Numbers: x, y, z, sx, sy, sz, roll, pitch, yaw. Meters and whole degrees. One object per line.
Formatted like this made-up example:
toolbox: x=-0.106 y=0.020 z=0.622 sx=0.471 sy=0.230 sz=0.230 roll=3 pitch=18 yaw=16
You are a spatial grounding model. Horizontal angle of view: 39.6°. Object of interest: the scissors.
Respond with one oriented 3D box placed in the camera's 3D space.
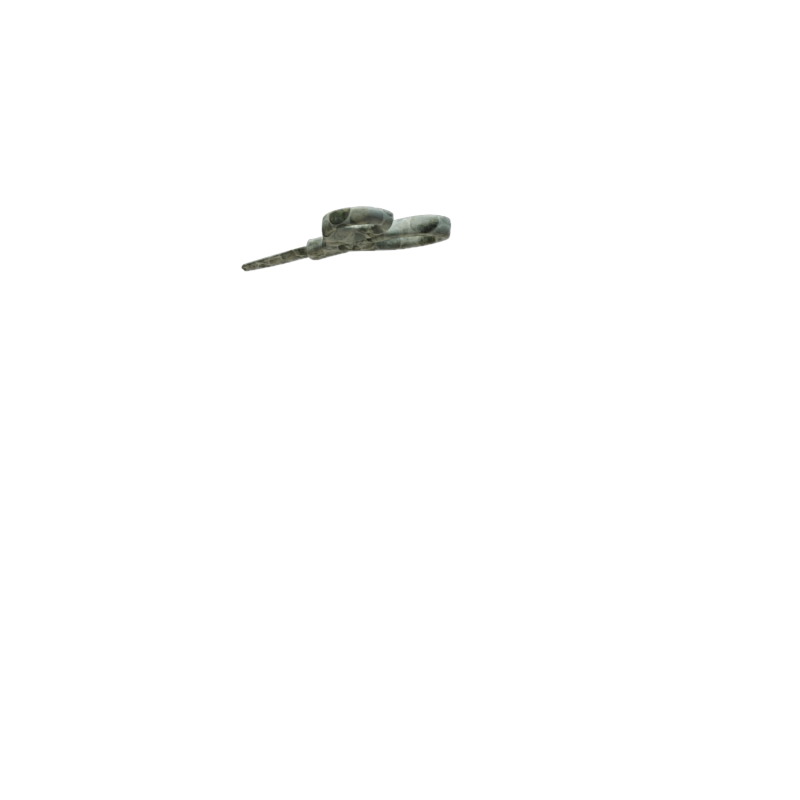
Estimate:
scissors: x=-0.062 y=-0.113 z=0.790 sx=0.207 sy=0.016 sz=0.091 roll=-4 pitch=-7 yaw=33
